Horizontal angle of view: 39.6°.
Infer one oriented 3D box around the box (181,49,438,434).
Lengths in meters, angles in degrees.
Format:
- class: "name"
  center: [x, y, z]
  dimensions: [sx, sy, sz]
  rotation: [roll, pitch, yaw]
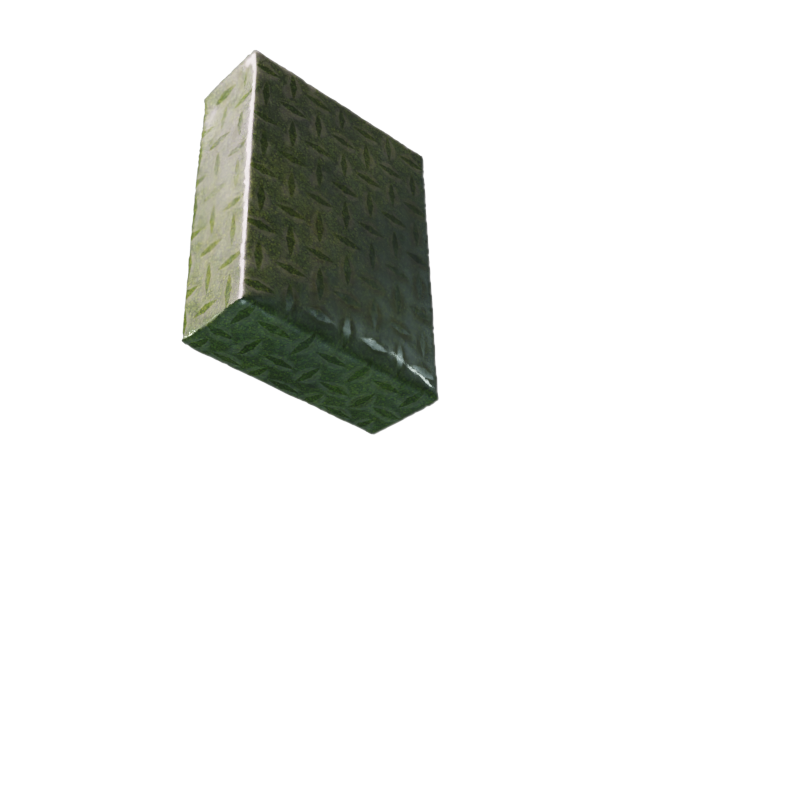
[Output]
- class: "box"
  center: [-0.058, -0.106, 0.744]
  dimensions: [0.154, 0.229, 0.071]
  rotation: [26, -45, -34]
